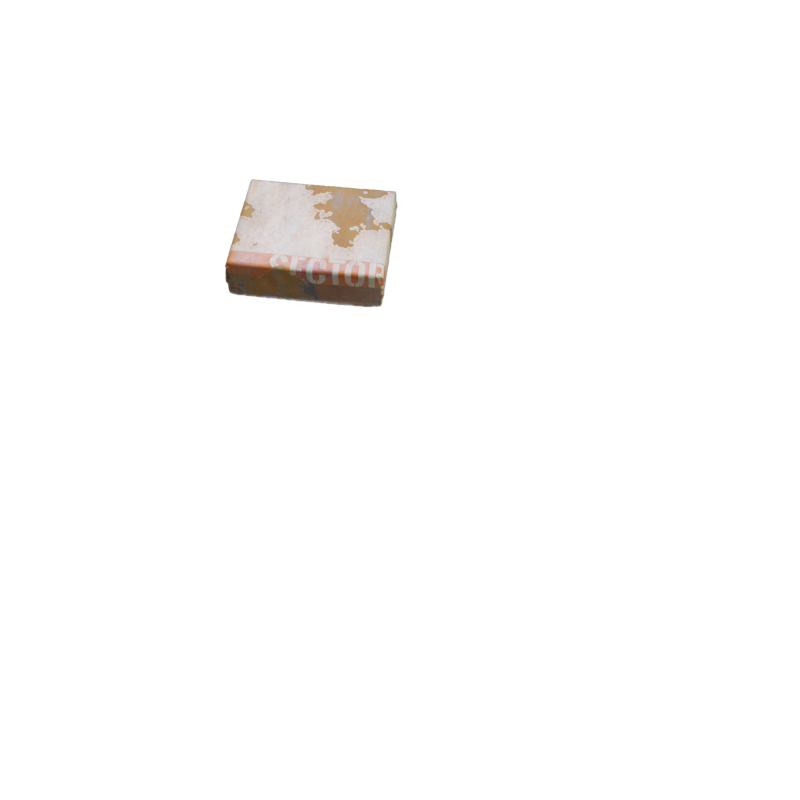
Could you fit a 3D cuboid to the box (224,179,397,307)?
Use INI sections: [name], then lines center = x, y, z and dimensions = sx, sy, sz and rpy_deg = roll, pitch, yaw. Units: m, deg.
[box]
center = -0.063, -0.115, 0.803
dimensions = 0.114, 0.096, 0.036
rpy_deg = 6, -40, 5
